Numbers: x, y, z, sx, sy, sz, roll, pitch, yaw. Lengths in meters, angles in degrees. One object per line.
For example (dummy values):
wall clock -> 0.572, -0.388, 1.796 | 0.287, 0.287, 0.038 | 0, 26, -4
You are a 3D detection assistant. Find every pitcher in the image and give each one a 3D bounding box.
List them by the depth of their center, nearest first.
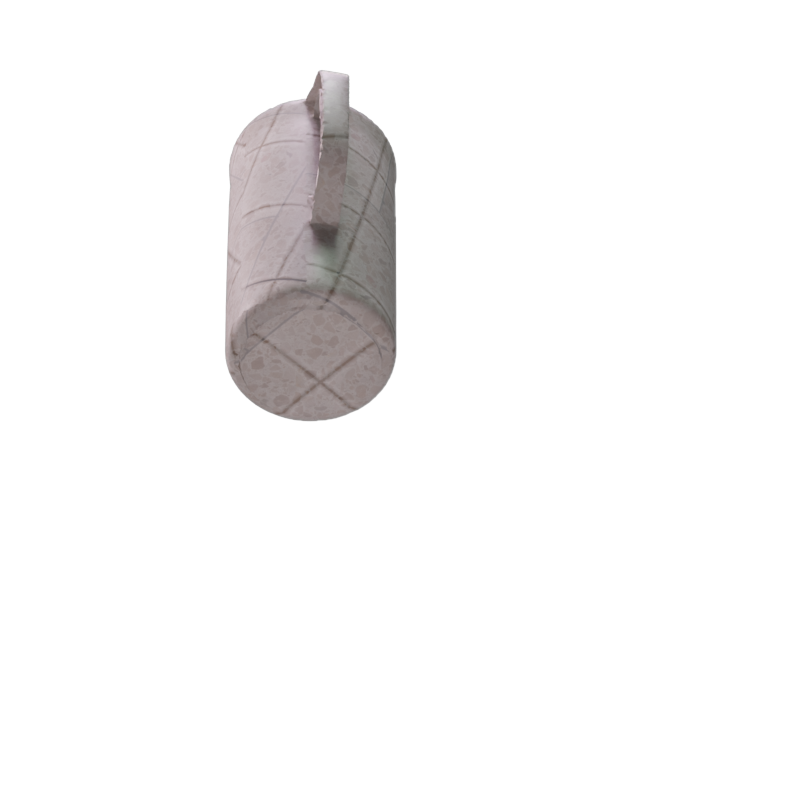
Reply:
pitcher -> -0.061, -0.111, 0.781 | 0.145, 0.139, 0.260 | -28, 34, 18
